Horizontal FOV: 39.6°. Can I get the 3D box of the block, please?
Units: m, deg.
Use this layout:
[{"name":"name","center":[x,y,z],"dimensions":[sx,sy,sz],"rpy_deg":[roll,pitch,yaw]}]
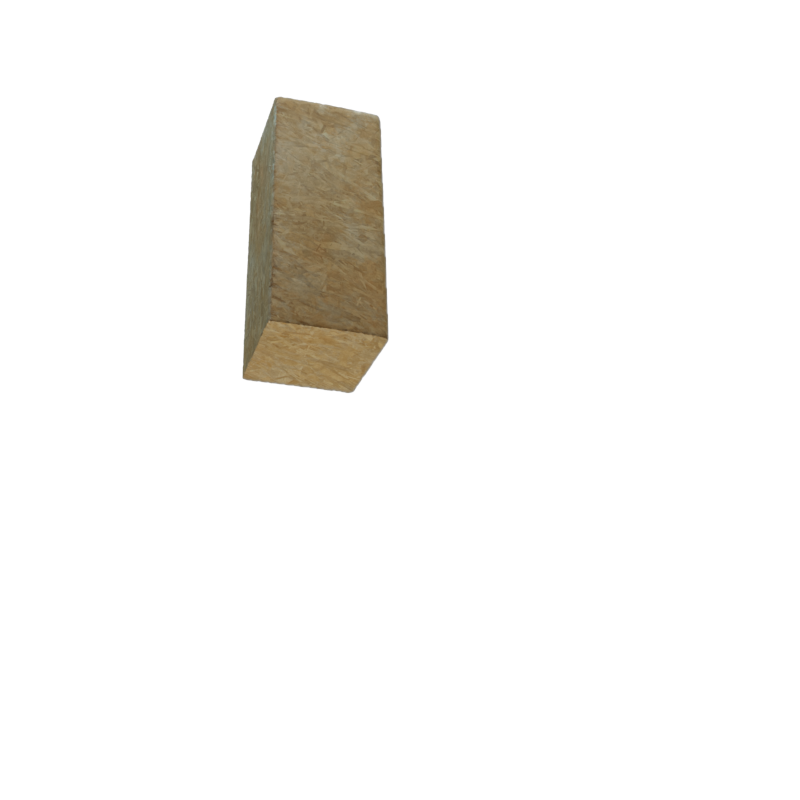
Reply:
[{"name":"block","center":[-0.067,-0.123,0.858],"dimensions":[0.088,0.220,0.087],"rpy_deg":[8,-33,-16]}]
